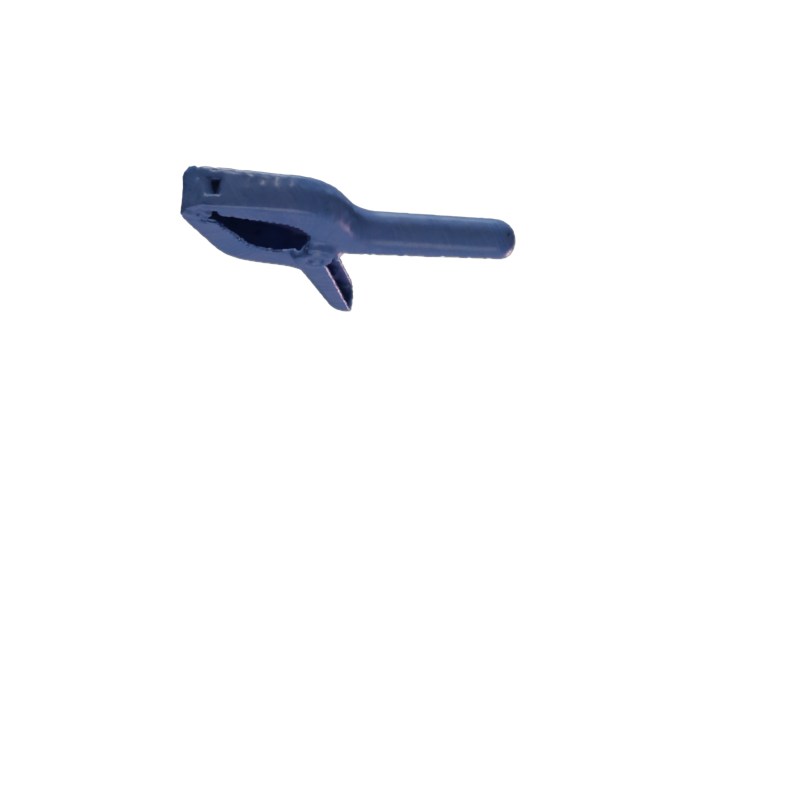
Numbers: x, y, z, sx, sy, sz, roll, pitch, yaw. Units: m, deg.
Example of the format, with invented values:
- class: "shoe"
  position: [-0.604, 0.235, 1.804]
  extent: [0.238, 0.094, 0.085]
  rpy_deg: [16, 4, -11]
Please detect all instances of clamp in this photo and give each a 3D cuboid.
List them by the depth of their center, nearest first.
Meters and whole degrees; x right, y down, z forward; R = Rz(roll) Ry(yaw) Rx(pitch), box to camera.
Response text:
- class: "clamp"
  position: [-0.056, -0.101, 0.711]
  extent: [0.200, 0.038, 0.165]
  rpy_deg: [11, -19, -34]
